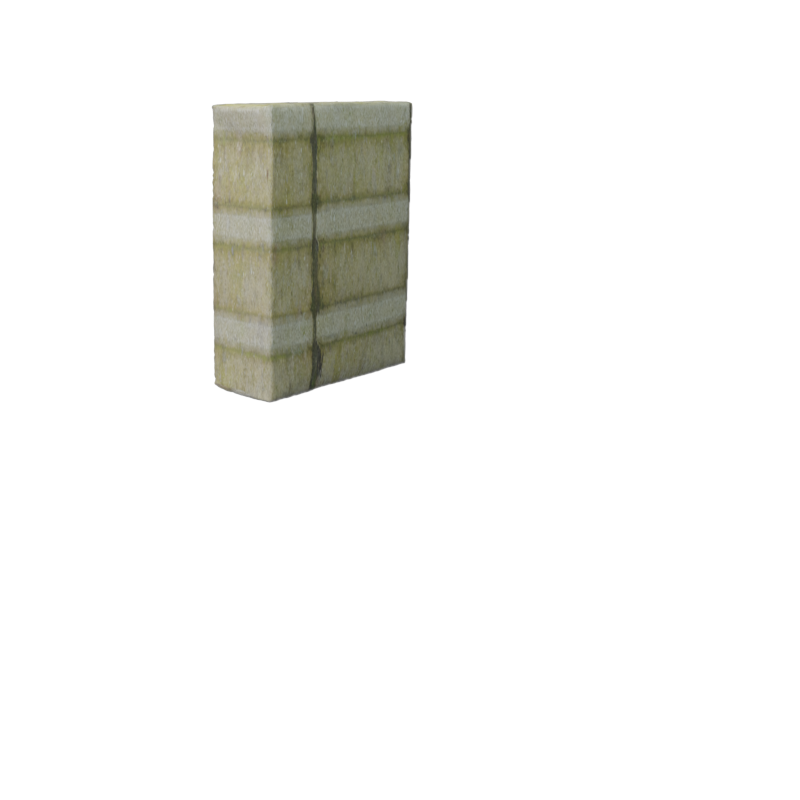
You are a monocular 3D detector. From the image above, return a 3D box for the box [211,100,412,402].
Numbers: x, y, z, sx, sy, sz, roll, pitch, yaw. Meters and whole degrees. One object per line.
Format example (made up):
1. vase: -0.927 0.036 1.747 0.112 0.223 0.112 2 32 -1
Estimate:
1. box: -0.067 -0.122 0.852 0.075 0.209 0.160 8 13 38
